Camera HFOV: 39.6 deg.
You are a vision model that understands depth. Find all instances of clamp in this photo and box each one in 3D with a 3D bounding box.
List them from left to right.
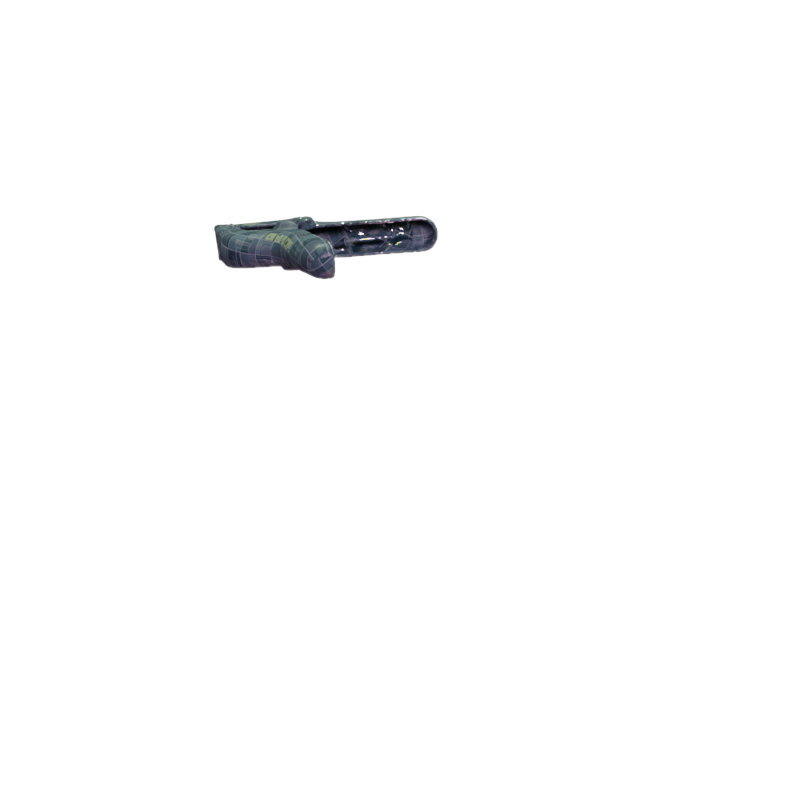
[{"bbox_3d":[-0.062,-0.113,0.788,0.117,0.038,0.180,-11,17,-39],"label":"clamp"}]
